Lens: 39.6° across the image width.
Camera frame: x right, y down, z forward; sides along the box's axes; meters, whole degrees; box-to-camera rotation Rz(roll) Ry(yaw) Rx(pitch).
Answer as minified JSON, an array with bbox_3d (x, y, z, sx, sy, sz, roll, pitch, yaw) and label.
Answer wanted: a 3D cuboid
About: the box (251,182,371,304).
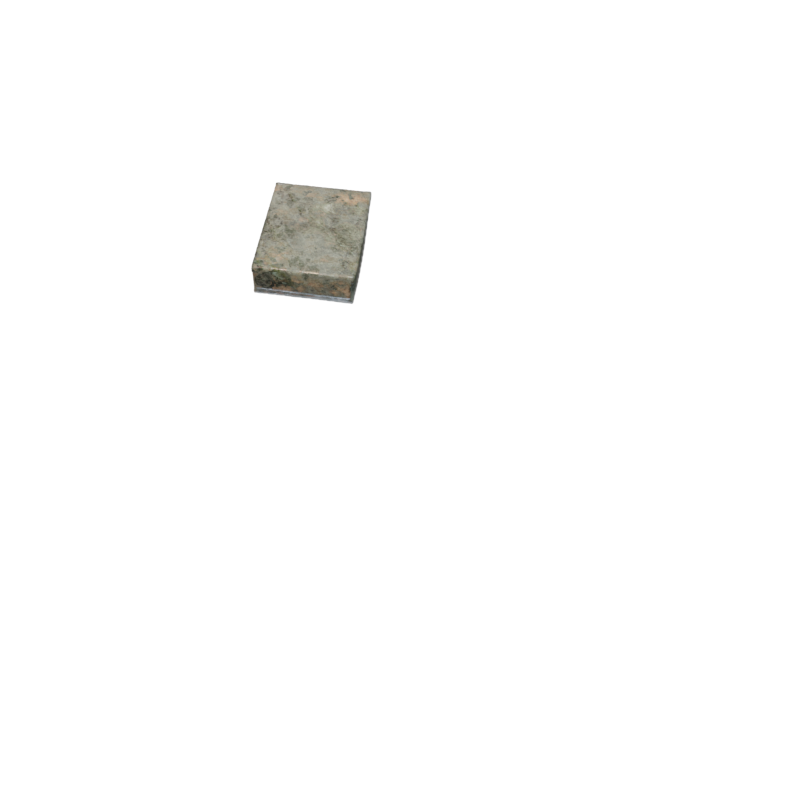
[{"bbox_3d":[-0.077,-0.141,0.985,0.091,0.121,0.036,6,-42,5],"label":"box"}]
